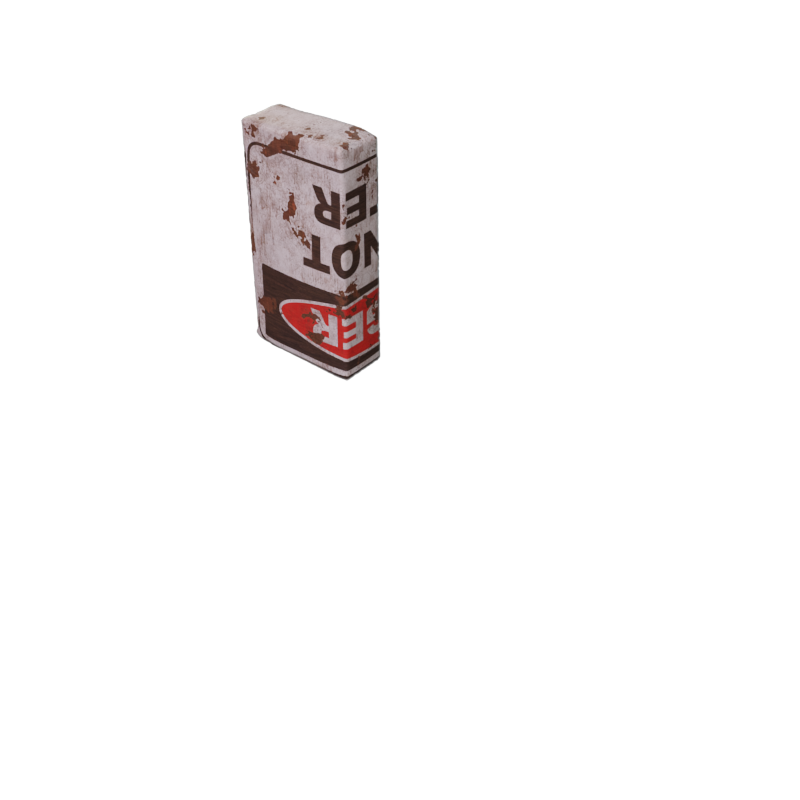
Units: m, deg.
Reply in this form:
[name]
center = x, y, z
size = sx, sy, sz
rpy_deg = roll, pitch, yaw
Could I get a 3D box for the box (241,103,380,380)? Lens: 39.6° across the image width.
[box]
center = -0.060, -0.110, 0.773
size = 0.099, 0.166, 0.048
rpy_deg = 25, 36, 35
